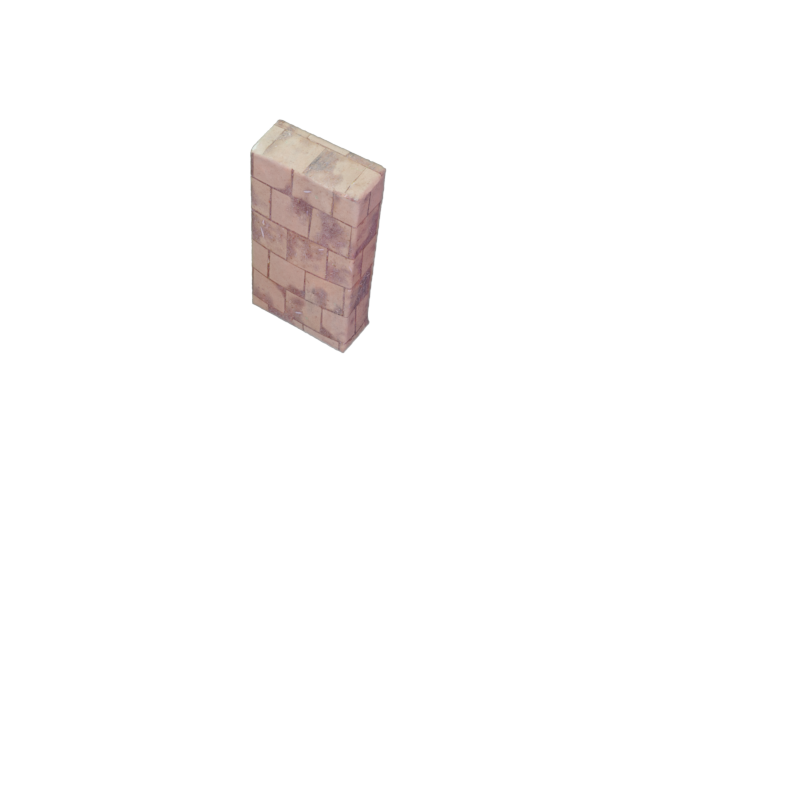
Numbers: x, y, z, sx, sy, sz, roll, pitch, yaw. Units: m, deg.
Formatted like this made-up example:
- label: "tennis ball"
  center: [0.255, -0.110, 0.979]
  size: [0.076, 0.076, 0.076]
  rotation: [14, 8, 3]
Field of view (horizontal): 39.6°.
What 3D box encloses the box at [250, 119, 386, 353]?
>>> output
- label: "box"
  center: [-0.066, -0.119, 0.833]
  size: [0.097, 0.049, 0.165]
  rotation: [29, -32, 16]
